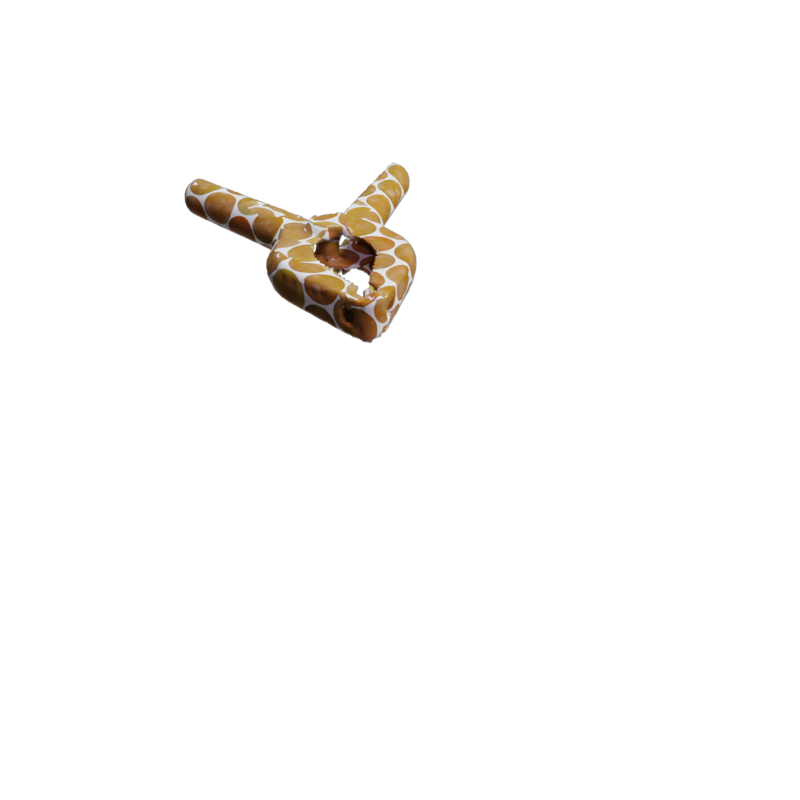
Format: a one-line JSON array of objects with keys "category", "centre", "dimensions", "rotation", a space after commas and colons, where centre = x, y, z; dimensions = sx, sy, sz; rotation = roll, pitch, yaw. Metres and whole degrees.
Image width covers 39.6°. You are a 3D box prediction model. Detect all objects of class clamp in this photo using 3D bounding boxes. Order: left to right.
[{"category": "clamp", "centre": [-0.057, -0.104, 0.726], "dimensions": [0.163, 0.034, 0.225], "rotation": [-5, 34, -8]}]
